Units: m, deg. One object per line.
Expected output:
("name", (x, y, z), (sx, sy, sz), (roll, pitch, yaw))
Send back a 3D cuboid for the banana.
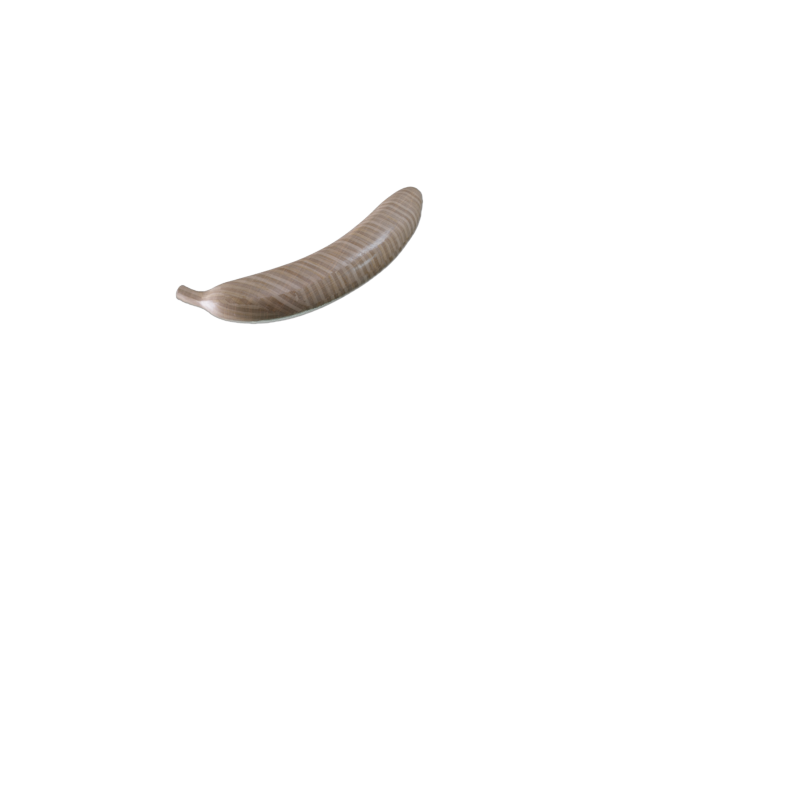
("banana", (-0.055, -0.097, 0.773), (0.197, 0.075, 0.034), (-25, -34, -19))
